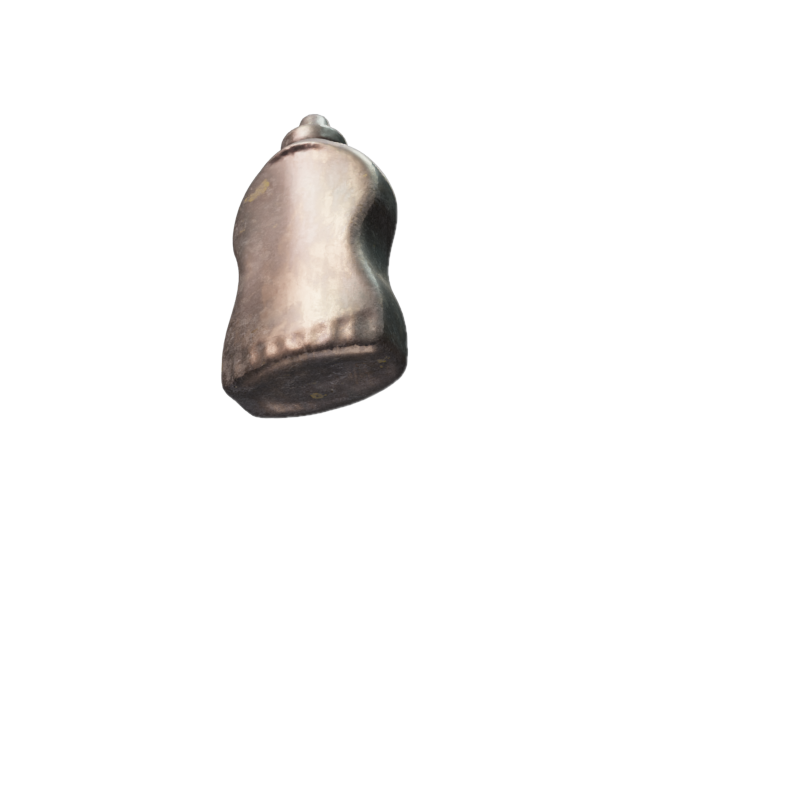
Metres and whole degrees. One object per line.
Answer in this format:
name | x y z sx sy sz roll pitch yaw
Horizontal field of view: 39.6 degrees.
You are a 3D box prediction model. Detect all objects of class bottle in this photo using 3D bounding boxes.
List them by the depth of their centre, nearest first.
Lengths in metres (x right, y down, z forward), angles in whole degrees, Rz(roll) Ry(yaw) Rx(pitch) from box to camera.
bottle | -0.048 -0.088 0.619 0.097 0.205 0.054 -19 -40 21
